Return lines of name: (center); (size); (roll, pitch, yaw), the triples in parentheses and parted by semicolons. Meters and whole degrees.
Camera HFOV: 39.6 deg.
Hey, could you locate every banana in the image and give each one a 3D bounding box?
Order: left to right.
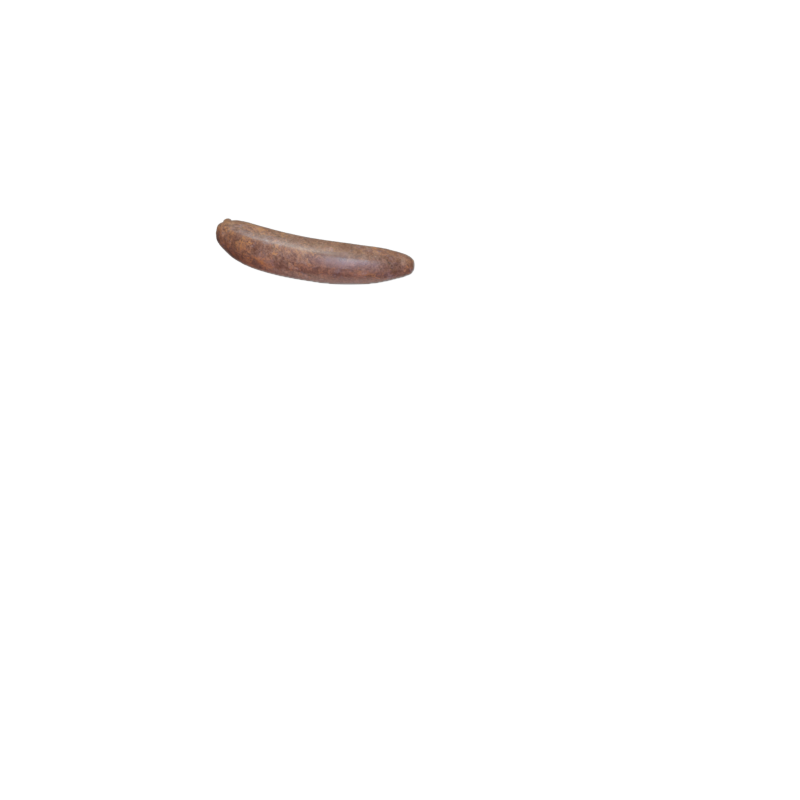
banana: (-0.088, -0.132, 0.974); (0.206, 0.034, 0.071); (17, 37, 23)
